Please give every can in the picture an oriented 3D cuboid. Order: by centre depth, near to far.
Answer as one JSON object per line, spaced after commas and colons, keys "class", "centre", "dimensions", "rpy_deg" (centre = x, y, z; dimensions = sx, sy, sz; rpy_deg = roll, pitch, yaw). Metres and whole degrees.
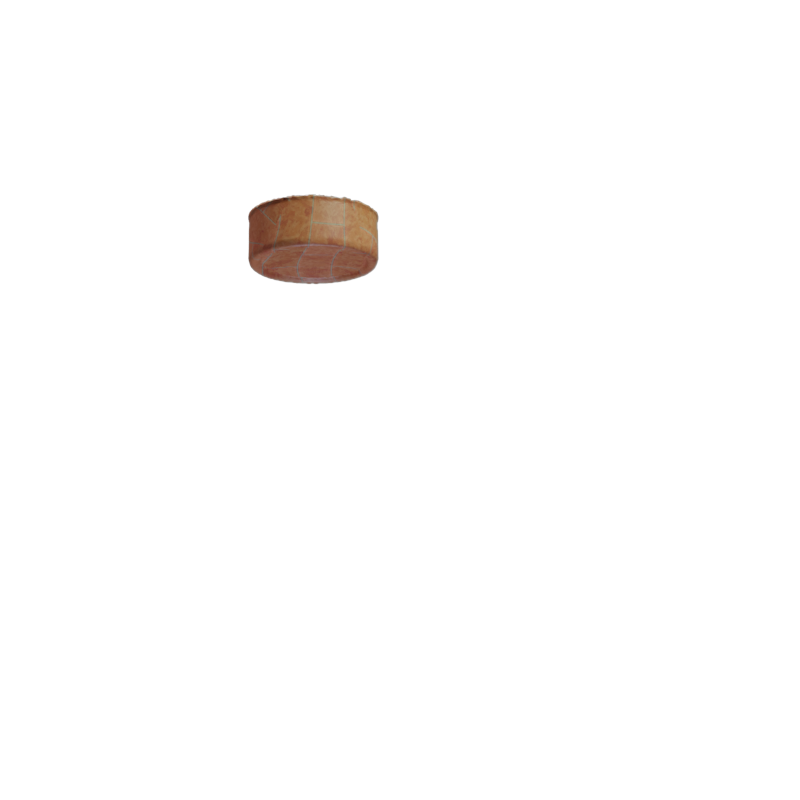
{"class": "can", "centre": [-0.057, -0.103, 0.722], "dimensions": [0.086, 0.035, 0.083], "rpy_deg": [0, -13, -2]}
